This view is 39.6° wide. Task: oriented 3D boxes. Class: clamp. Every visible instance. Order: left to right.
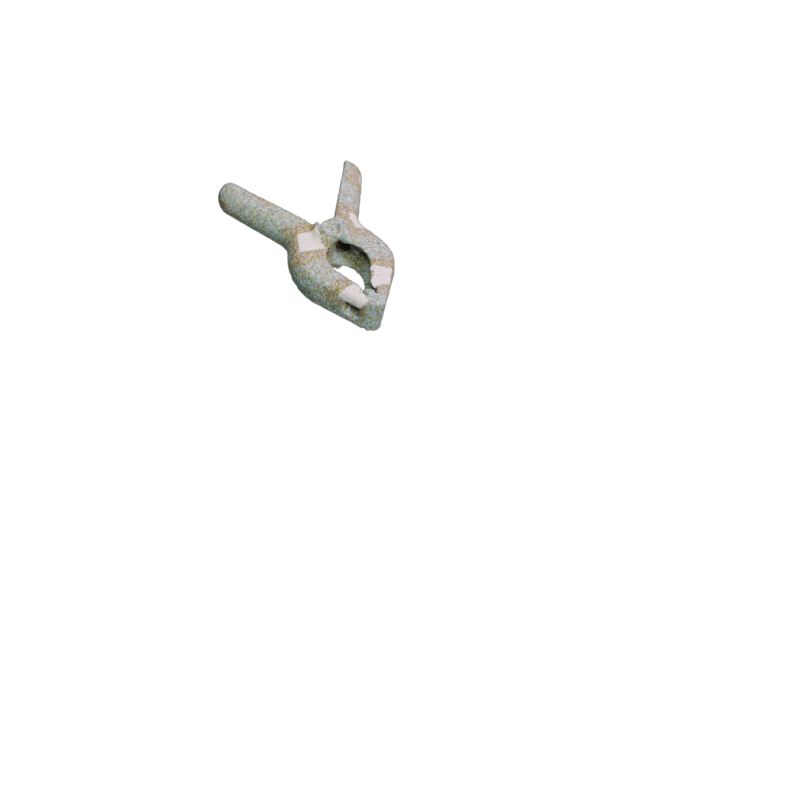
[{"bbox_3d":[-0.065,-0.119,0.834,0.119,0.036,0.186,-12,46,-13],"label":"clamp"}]
